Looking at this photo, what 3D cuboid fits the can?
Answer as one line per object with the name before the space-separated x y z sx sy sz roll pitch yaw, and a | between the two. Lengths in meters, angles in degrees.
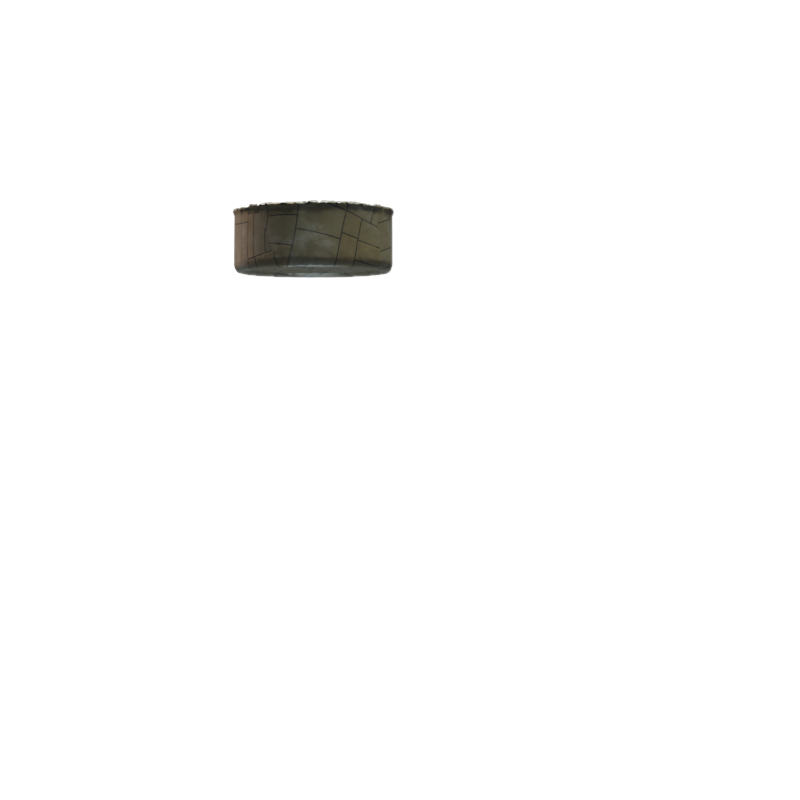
can | -0.046 -0.084 0.591 0.086 0.034 0.086 0 2 -2
